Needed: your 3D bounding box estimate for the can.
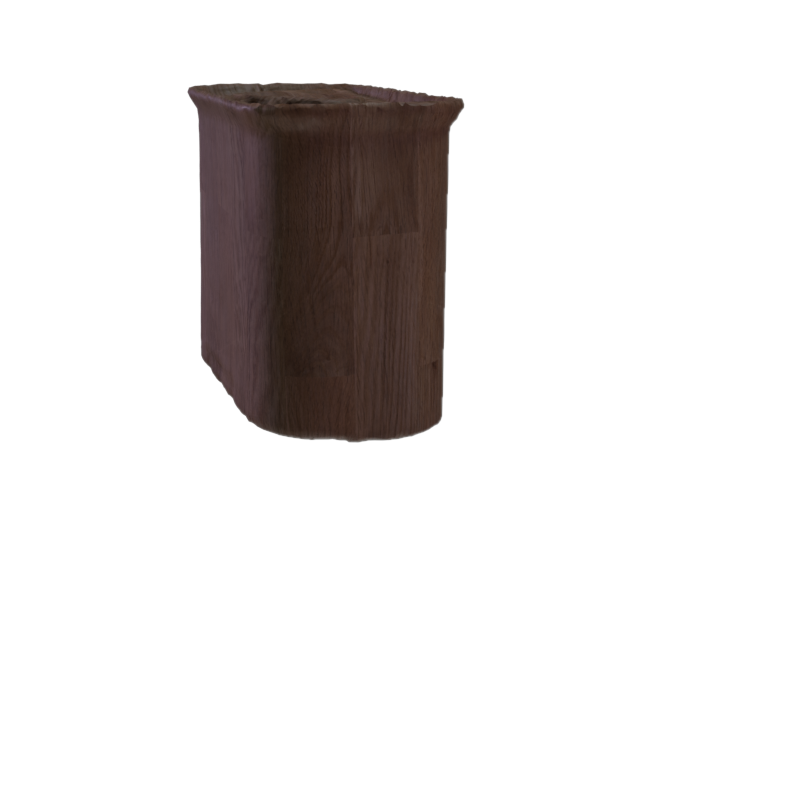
[{"bbox_3d":[-0.024,-0.044,0.309,0.056,0.081,0.107,-4,16,-19],"label":"can"}]
